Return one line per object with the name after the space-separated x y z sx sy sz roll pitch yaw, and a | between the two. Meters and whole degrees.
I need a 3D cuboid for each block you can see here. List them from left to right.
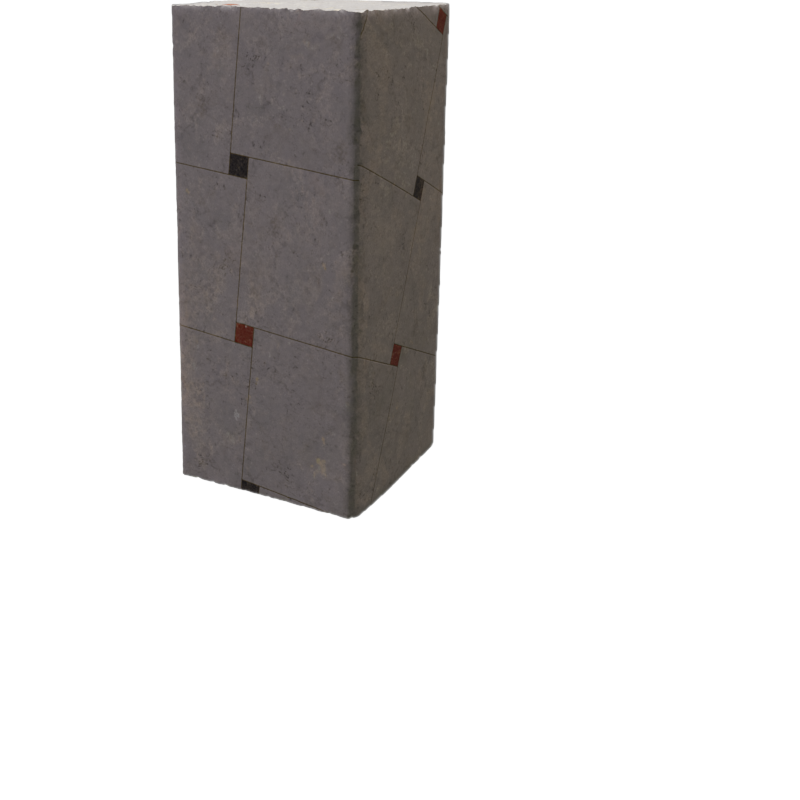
-0.038 -0.070 0.487 0.094 0.199 0.090 9 18 25 | block
